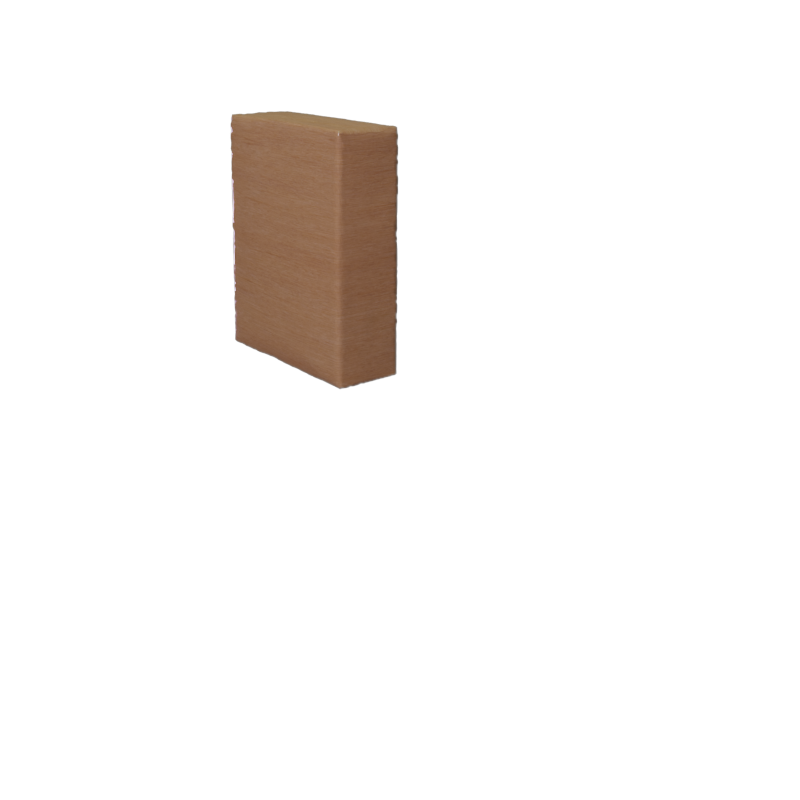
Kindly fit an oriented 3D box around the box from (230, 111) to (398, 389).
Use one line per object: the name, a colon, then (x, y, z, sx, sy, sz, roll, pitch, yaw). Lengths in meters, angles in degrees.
box: (-0.075, -0.137, 0.961, 0.070, 0.207, 0.174, -9, 19, -37)
